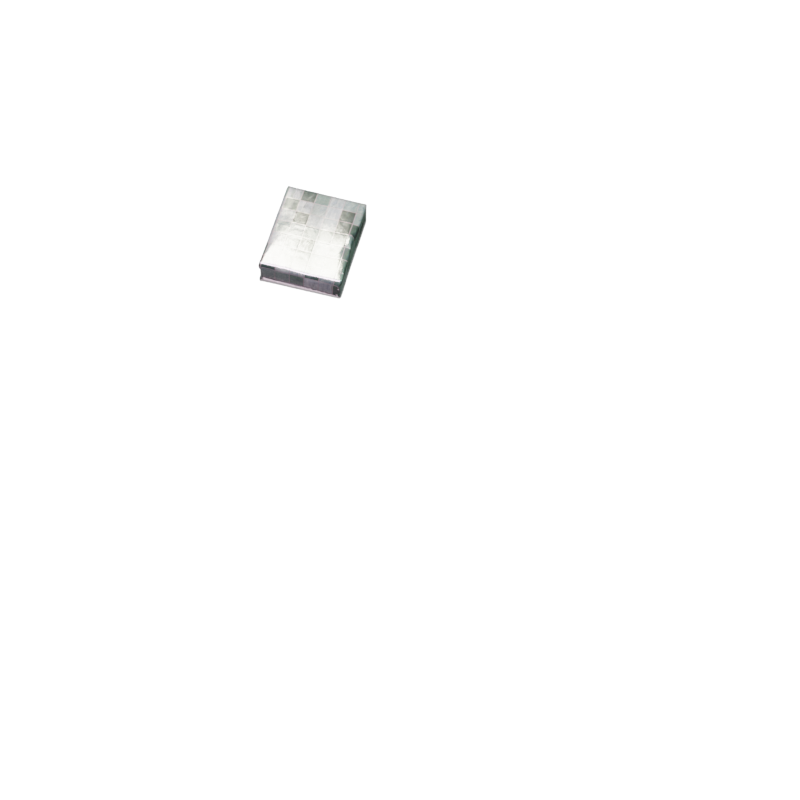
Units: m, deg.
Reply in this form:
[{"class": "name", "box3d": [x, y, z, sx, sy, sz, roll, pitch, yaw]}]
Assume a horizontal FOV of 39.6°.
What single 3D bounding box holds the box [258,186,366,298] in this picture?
[{"class": "box", "box3d": [-0.075, -0.137, 0.960, 0.074, 0.094, 0.028, 13, -32, 7]}]
